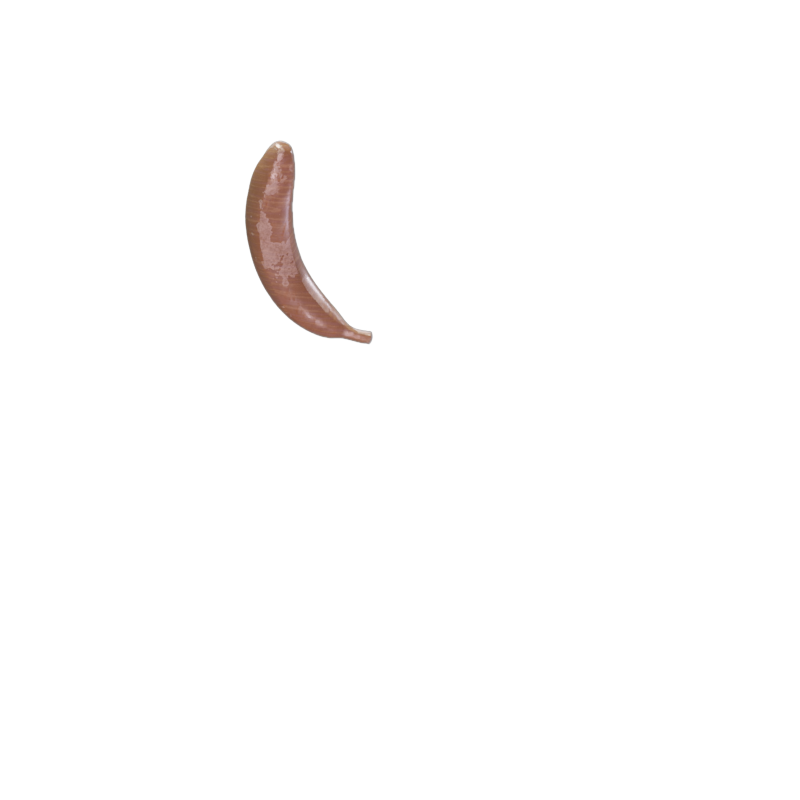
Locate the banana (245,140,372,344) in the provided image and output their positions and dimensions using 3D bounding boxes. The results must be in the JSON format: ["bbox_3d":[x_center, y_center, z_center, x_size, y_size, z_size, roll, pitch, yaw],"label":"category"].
[{"bbox_3d":[-0.085,-0.117,0.881,0.070,0.184,0.039,-17,35,11],"label":"banana"}]
